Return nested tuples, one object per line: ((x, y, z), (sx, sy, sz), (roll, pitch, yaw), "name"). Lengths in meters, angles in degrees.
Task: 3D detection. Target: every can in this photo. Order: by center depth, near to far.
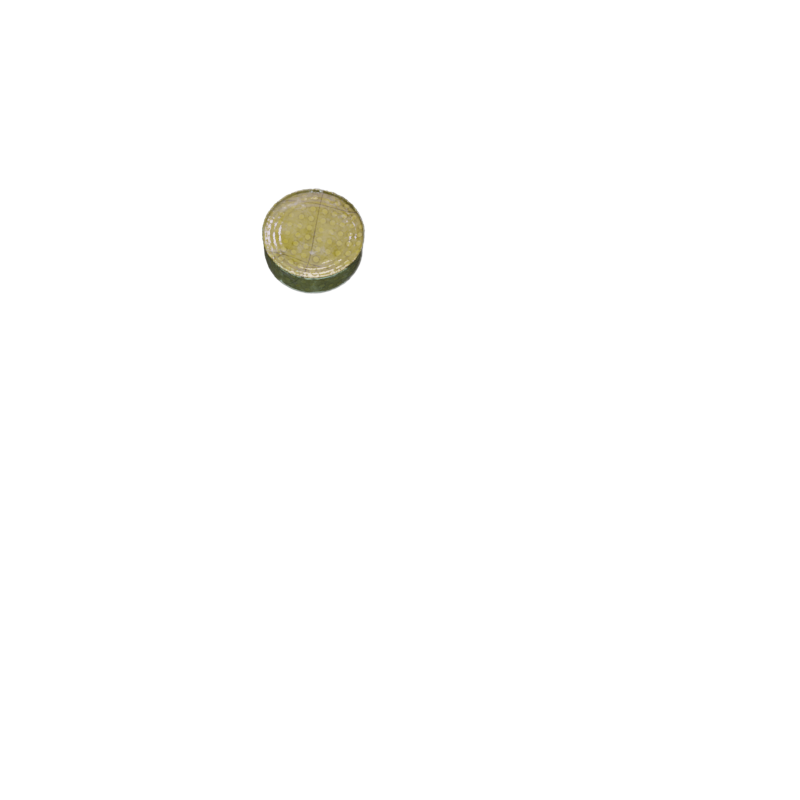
((-0.073, -0.134, 0.936), (0.086, 0.091, 0.032), (-1, -27, -1), "can")
